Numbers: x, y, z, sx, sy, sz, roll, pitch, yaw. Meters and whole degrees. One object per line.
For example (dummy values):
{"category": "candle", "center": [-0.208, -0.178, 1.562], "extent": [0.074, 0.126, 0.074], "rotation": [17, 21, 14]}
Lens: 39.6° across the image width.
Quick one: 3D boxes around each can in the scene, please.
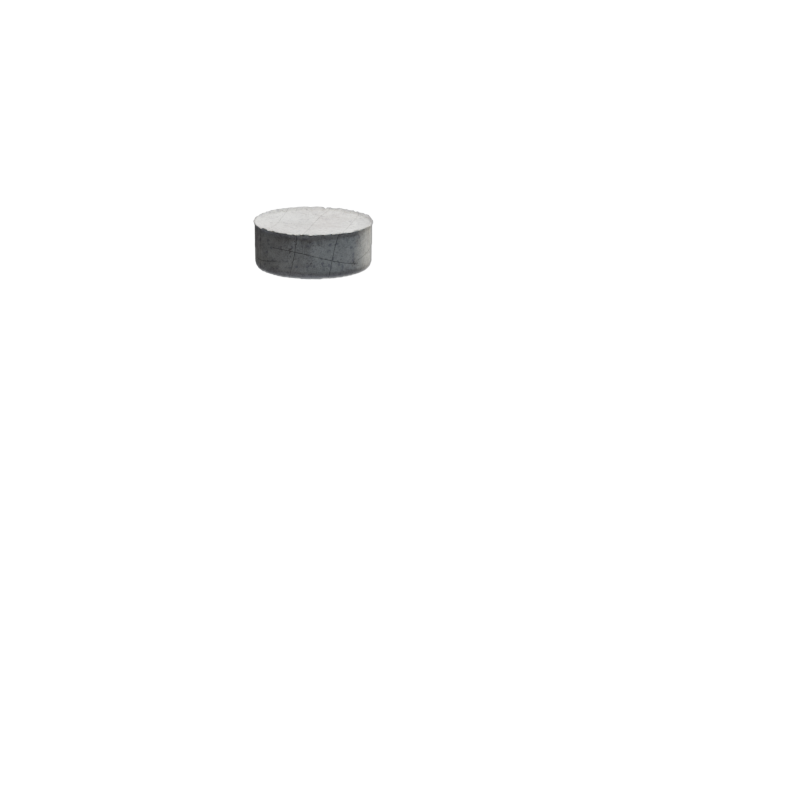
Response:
{"category": "can", "center": [-0.062, -0.114, 0.798], "extent": [0.086, 0.032, 0.090], "rotation": [-1, 21, -2]}
